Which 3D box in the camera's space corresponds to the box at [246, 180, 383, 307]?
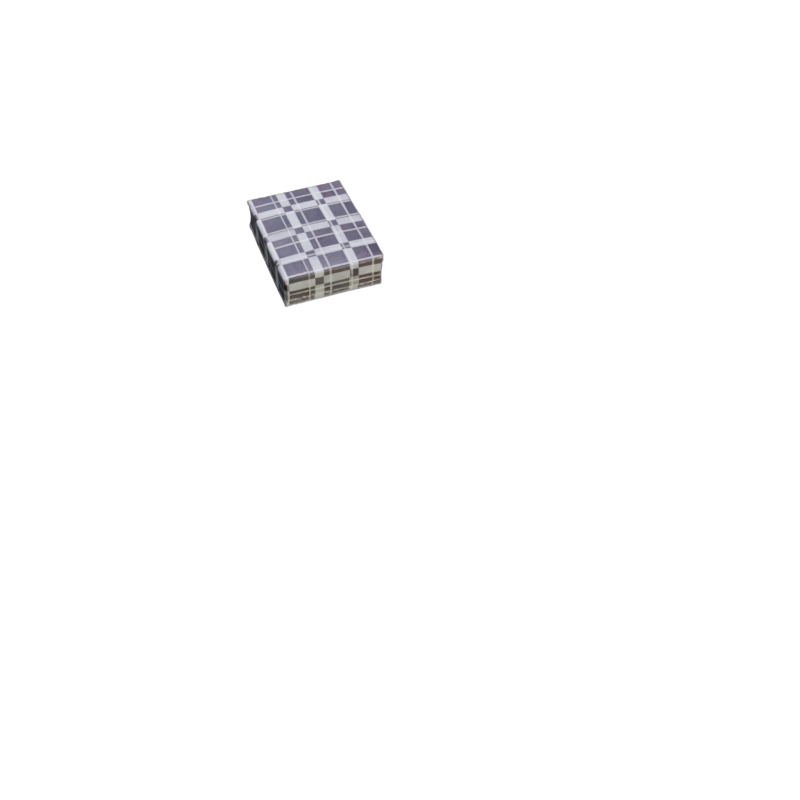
[{"bbox_3d":[-0.076,-0.139,0.973,0.089,0.036,0.123,-15,46,-15],"label":"box"}]
